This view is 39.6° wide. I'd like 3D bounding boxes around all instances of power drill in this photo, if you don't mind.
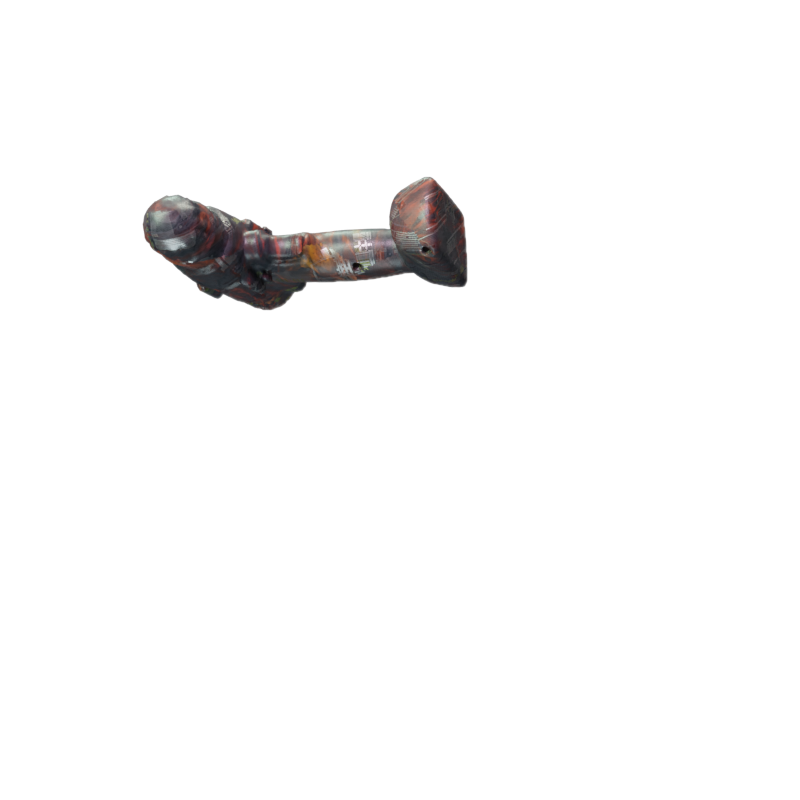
[{"bbox_3d":[-0.058,-0.107,0.746,0.192,0.059,0.176,-3,-8,19],"label":"power drill"}]
